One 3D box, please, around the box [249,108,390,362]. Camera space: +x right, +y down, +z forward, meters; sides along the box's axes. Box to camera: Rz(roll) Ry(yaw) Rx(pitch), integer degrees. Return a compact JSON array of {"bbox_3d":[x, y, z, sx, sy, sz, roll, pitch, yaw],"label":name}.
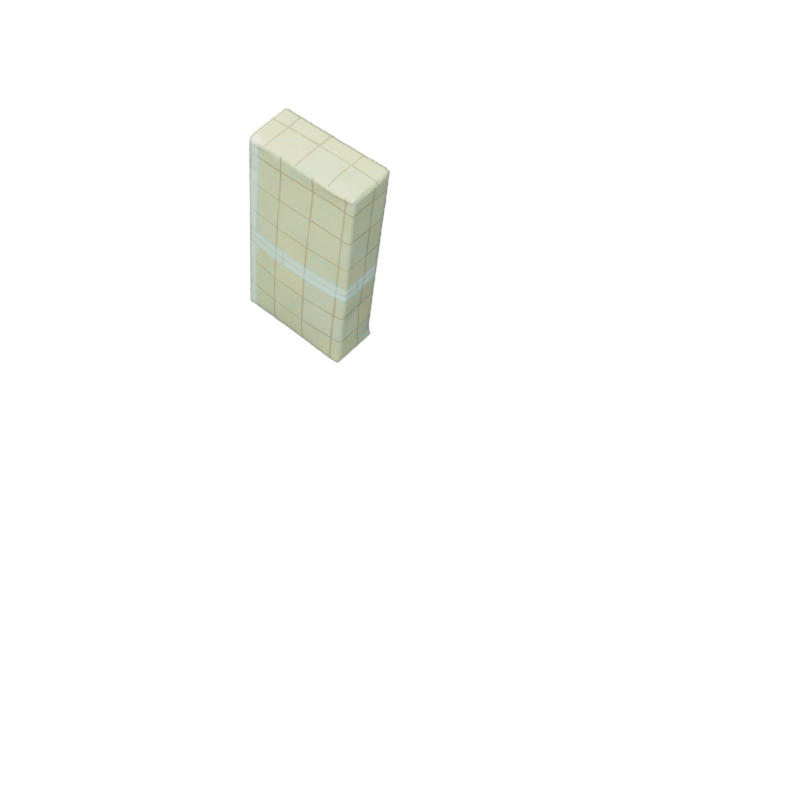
[{"bbox_3d":[-0.062,-0.112,0.783,0.098,0.049,0.165,36,-30,20],"label":"box"}]
